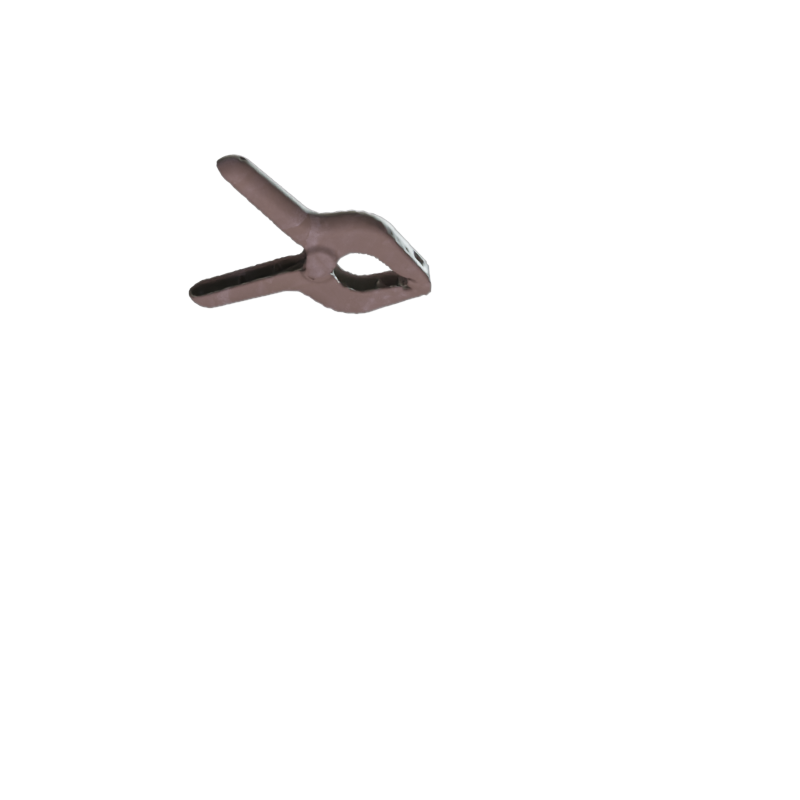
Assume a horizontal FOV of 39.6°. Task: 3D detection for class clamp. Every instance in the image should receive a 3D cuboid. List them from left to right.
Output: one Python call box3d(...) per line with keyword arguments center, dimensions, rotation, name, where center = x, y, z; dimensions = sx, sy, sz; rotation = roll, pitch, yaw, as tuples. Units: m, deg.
box3d(center=(-0.060, -0.110, 0.772), dimensions=(0.170, 0.113, 0.042), rotation=(4, 40, -4), name="clamp")
